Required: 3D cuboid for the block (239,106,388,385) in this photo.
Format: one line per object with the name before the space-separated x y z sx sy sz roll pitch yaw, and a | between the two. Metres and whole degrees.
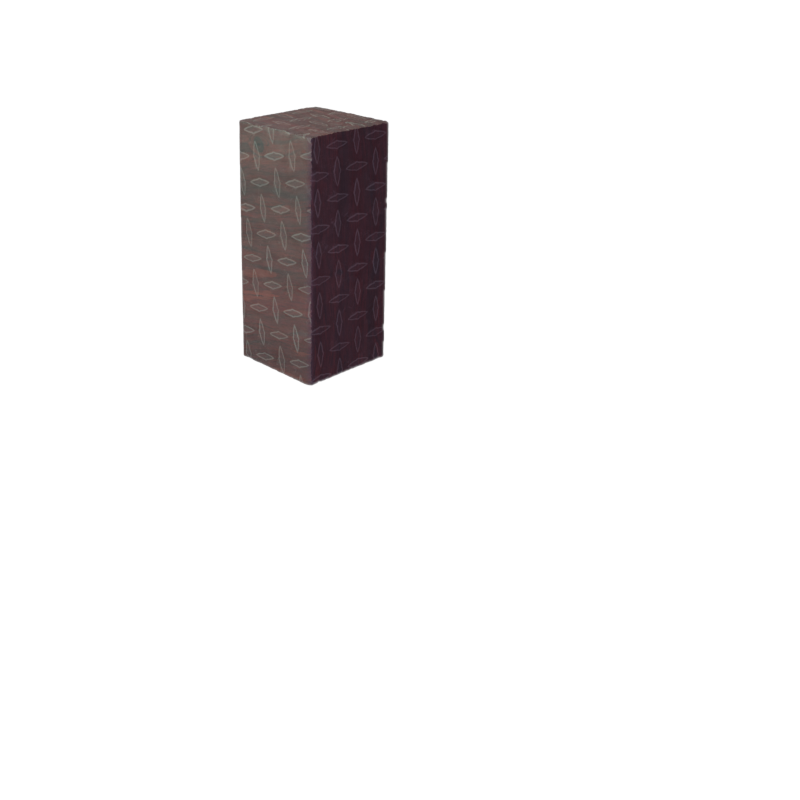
block | -0.073 -0.132 0.926 0.096 0.197 0.089 20 27 40
